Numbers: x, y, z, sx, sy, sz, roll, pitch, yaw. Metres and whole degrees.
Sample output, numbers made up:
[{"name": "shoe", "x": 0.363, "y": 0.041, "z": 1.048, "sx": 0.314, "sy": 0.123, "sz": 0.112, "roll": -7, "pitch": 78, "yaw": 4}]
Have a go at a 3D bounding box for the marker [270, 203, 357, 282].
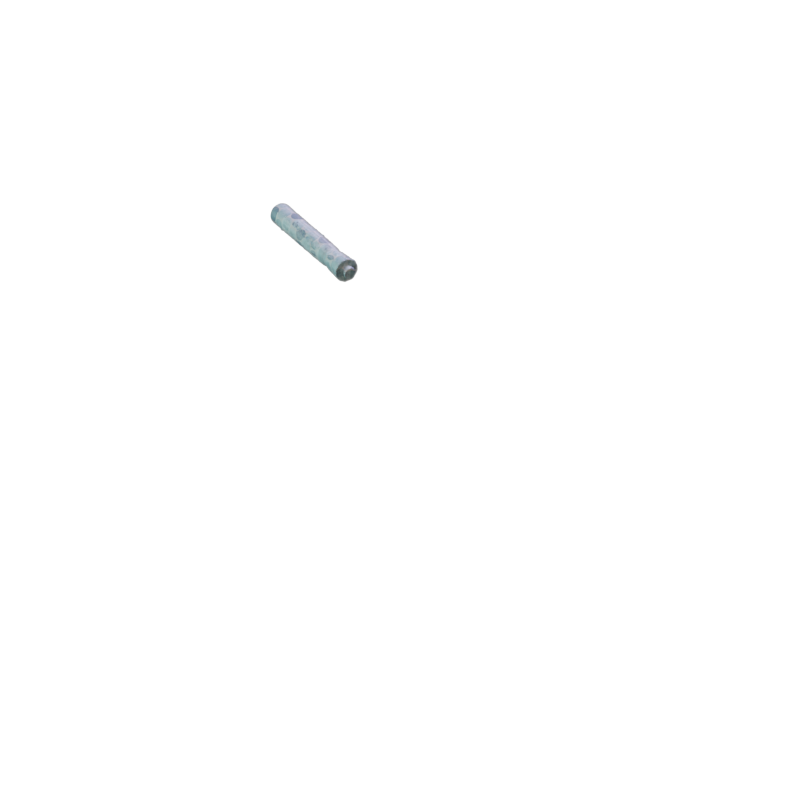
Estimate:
[{"name": "marker", "x": -0.068, "y": -0.124, "z": 0.867, "sx": 0.019, "sy": 0.019, "sz": 0.130, "roll": -2, "pitch": 29, "yaw": -31}]
